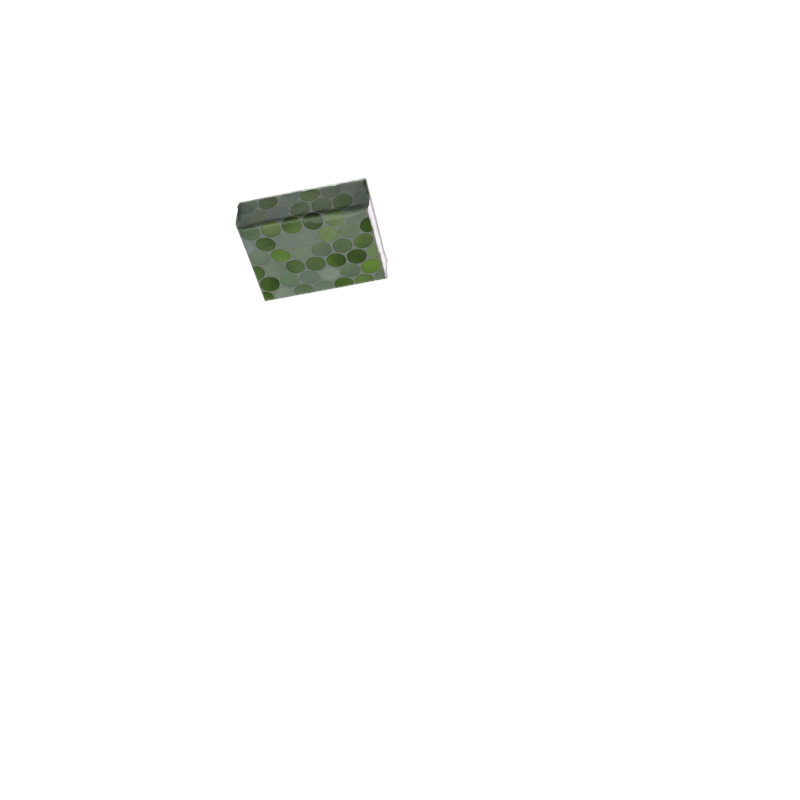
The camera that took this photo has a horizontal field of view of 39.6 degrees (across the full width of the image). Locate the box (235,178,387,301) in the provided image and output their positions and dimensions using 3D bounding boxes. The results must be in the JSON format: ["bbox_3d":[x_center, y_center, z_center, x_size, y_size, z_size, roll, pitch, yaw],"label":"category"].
[{"bbox_3d":[-0.073,-0.134,0.938,0.114,0.042,0.083,-8,-42,8],"label":"box"}]
